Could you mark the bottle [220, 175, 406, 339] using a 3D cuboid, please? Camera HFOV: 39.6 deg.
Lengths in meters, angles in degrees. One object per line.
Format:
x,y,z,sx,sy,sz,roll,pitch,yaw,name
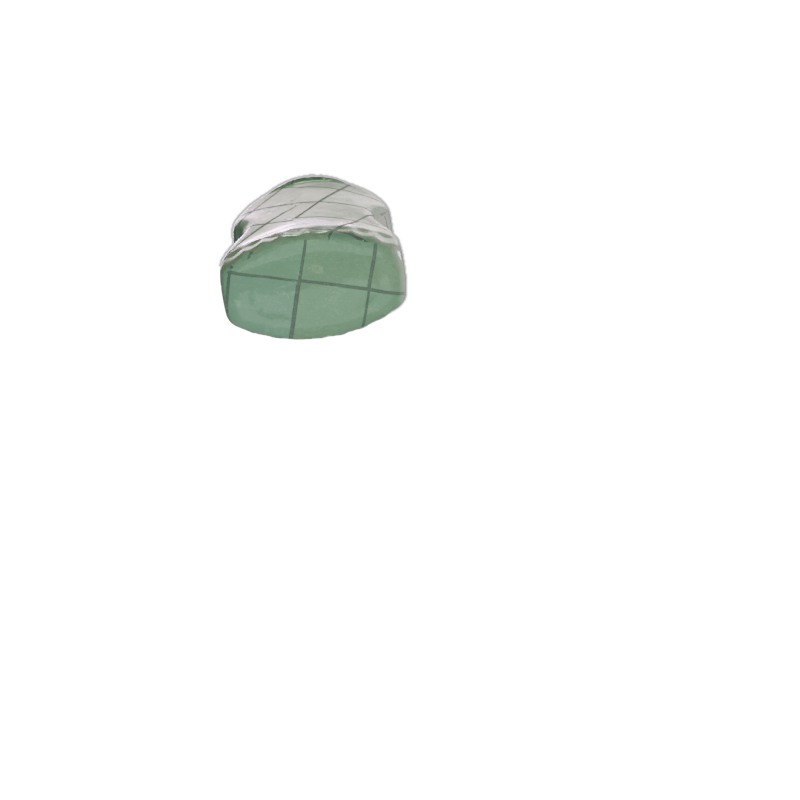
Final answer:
-0.051,-0.094,0.655,0.096,0.056,0.200,-9,22,0,bottle
